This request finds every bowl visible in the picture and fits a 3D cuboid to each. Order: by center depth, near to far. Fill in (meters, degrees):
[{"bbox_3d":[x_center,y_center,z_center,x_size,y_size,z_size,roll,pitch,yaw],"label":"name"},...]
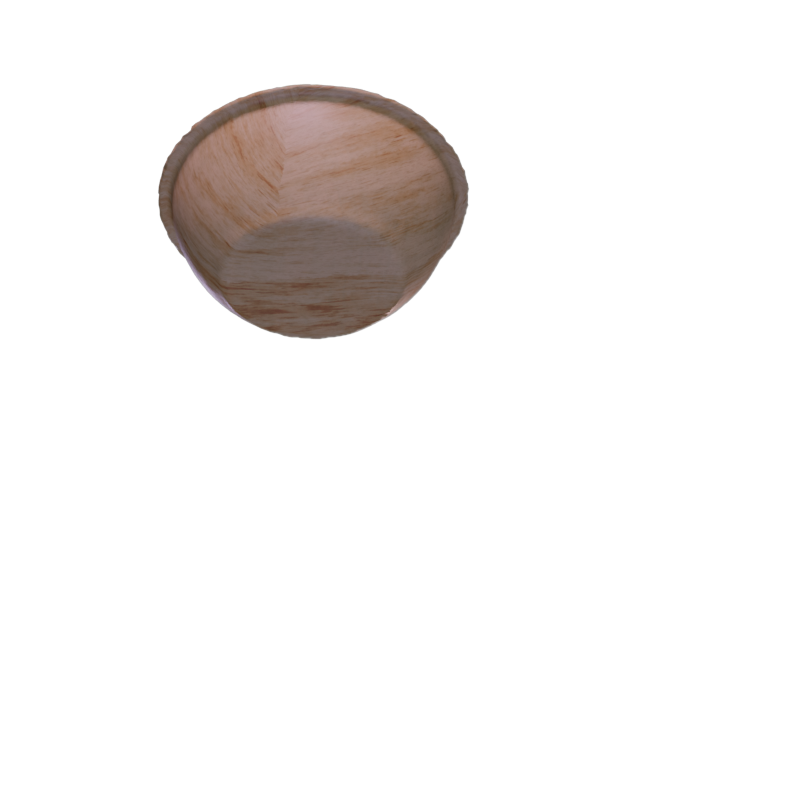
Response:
[{"bbox_3d":[-0.044,-0.080,0.562,0.162,0.059,0.151,1,-39,-1],"label":"bowl"}]
